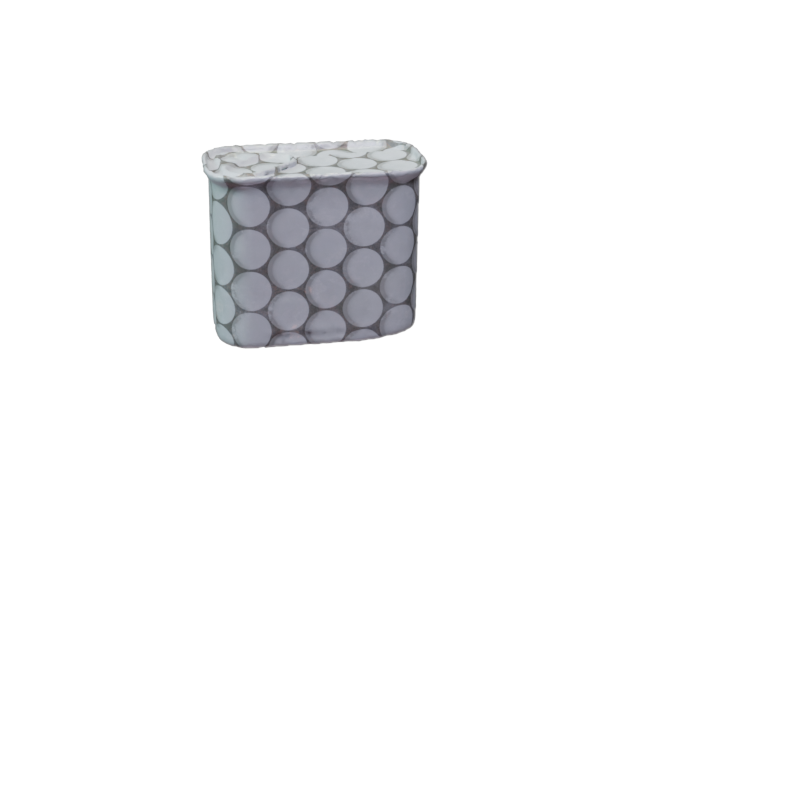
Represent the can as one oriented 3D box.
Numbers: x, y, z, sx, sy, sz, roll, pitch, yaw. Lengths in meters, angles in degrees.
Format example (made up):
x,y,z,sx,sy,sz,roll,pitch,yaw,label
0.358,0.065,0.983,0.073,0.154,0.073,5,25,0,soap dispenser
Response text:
x,y,z,sx,sy,sz,roll,pitch,yaw,label
-0.041,-0.075,0.524,0.101,0.080,0.061,-4,23,-10,can
